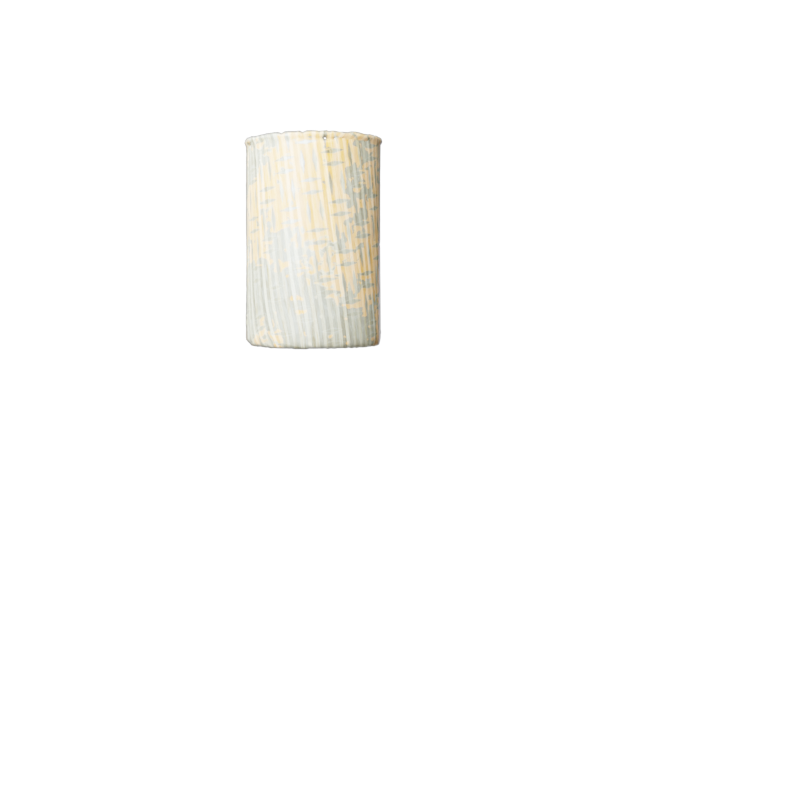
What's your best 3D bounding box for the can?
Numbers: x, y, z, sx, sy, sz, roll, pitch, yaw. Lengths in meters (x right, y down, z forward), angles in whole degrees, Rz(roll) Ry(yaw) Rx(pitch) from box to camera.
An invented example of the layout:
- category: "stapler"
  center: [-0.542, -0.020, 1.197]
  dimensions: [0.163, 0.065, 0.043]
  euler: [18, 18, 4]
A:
- category: "can"
  center: [-0.043, -0.078, 0.548]
  dimensions: [0.068, 0.103, 0.069]
  euler: [0, 0, -2]
